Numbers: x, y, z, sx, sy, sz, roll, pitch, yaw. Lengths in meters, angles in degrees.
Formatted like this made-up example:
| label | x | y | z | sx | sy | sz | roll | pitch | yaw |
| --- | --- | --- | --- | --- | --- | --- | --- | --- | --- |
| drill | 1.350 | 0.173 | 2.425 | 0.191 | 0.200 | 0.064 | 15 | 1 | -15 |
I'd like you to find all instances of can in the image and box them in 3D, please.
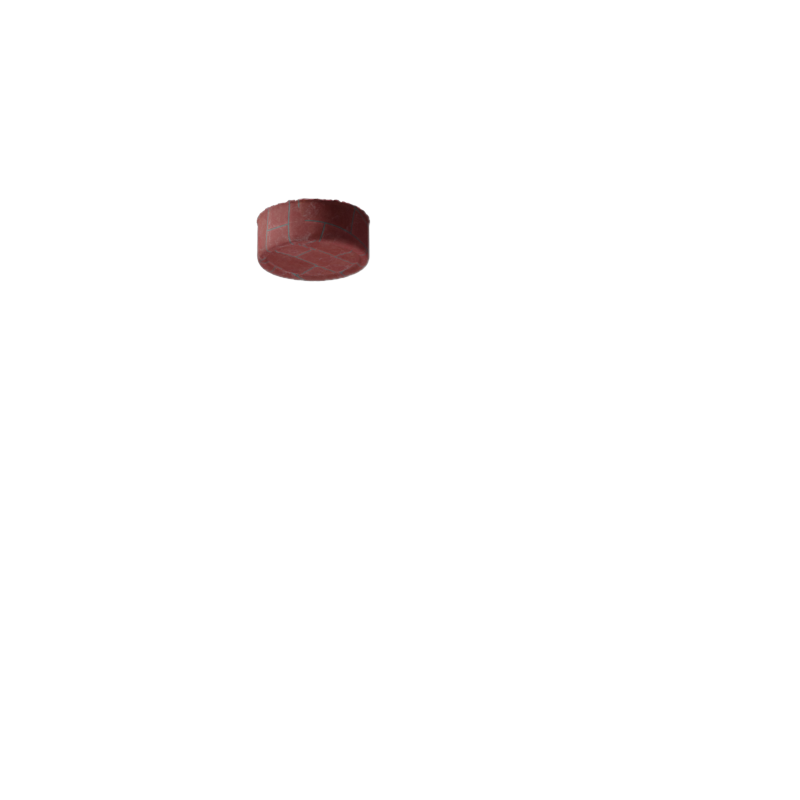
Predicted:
| label | x | y | z | sx | sy | sz | roll | pitch | yaw |
| --- | --- | --- | --- | --- | --- | --- | --- | --- | --- |
| can | -0.065 | -0.119 | 0.832 | 0.086 | 0.035 | 0.082 | 0 | -16 | -2 |
